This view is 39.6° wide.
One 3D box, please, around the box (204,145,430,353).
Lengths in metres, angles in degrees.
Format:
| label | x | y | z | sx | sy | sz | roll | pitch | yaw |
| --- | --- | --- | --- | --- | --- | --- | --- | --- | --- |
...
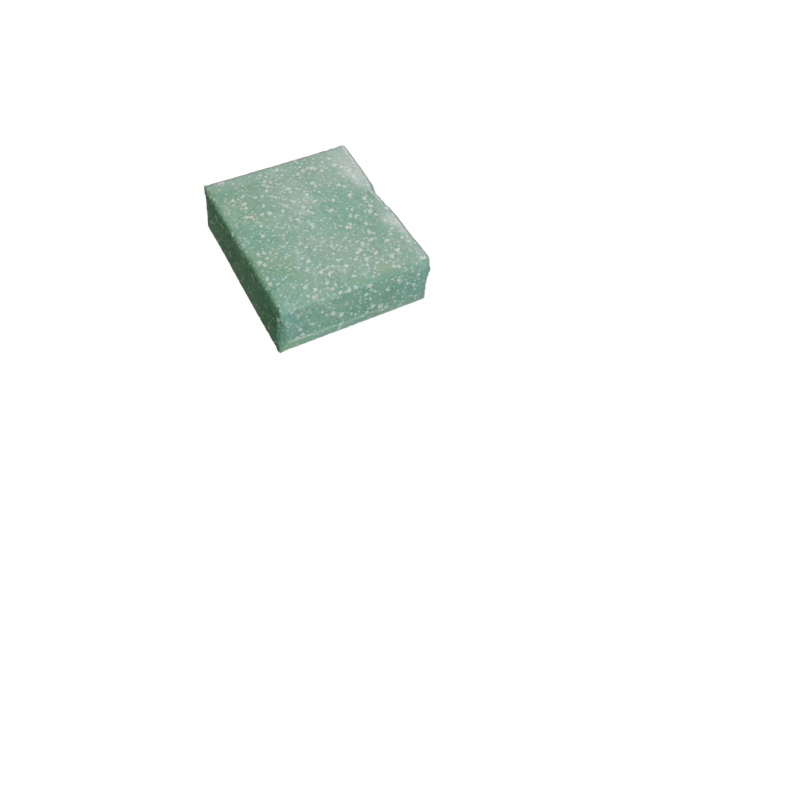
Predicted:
| label | x | y | z | sx | sy | sz | roll | pitch | yaw |
| --- | --- | --- | --- | --- | --- | --- | --- | --- | --- |
| box | -0.039 | -0.072 | 0.504 | 0.072 | 0.096 | 0.028 | -20 | -38 | -17 |
